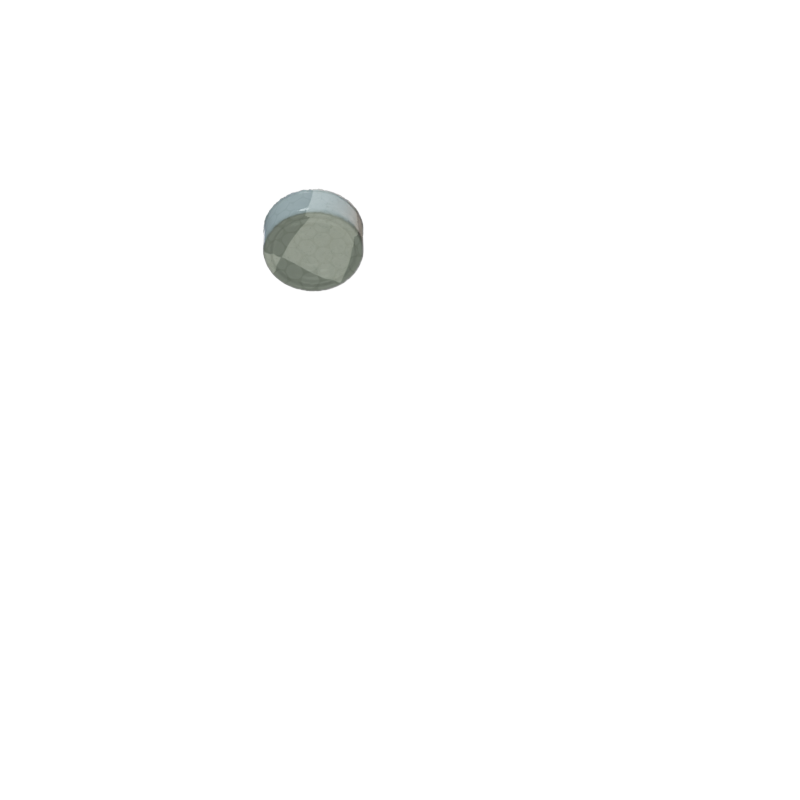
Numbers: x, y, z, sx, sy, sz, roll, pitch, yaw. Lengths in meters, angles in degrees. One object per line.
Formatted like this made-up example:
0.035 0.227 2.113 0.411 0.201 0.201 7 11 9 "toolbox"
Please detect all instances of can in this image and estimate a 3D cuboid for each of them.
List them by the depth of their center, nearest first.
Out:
-0.073 -0.134 0.936 0.086 0.080 0.036 1 40 -1 "can"
